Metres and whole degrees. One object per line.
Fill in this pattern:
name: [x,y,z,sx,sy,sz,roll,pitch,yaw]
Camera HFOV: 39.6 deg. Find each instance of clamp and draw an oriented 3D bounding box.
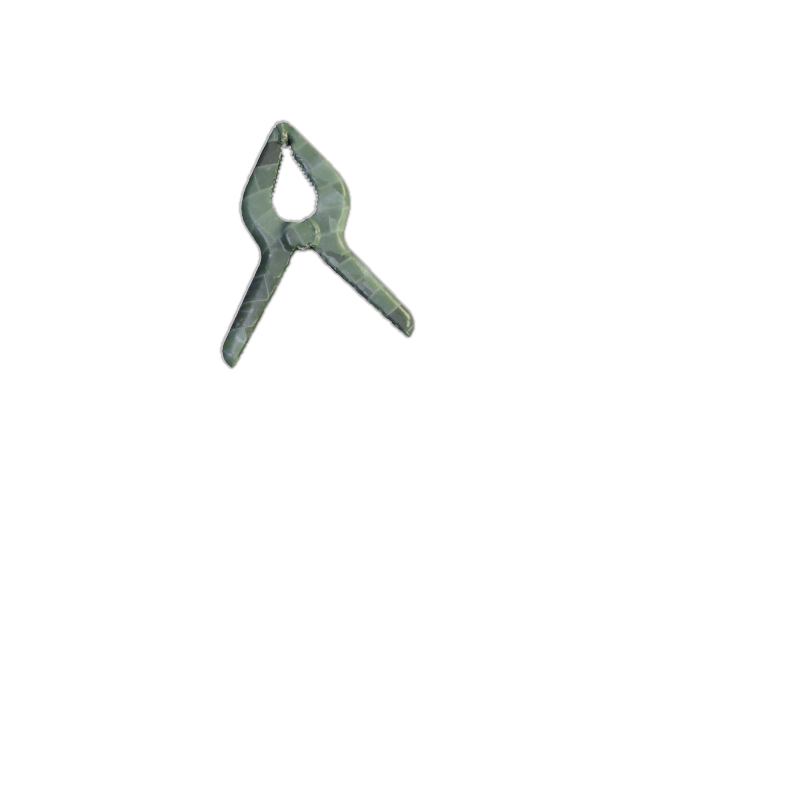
clamp: [-0.075,-0.136,0.956,0.164,0.215,0.036,-3,-9,-1]
